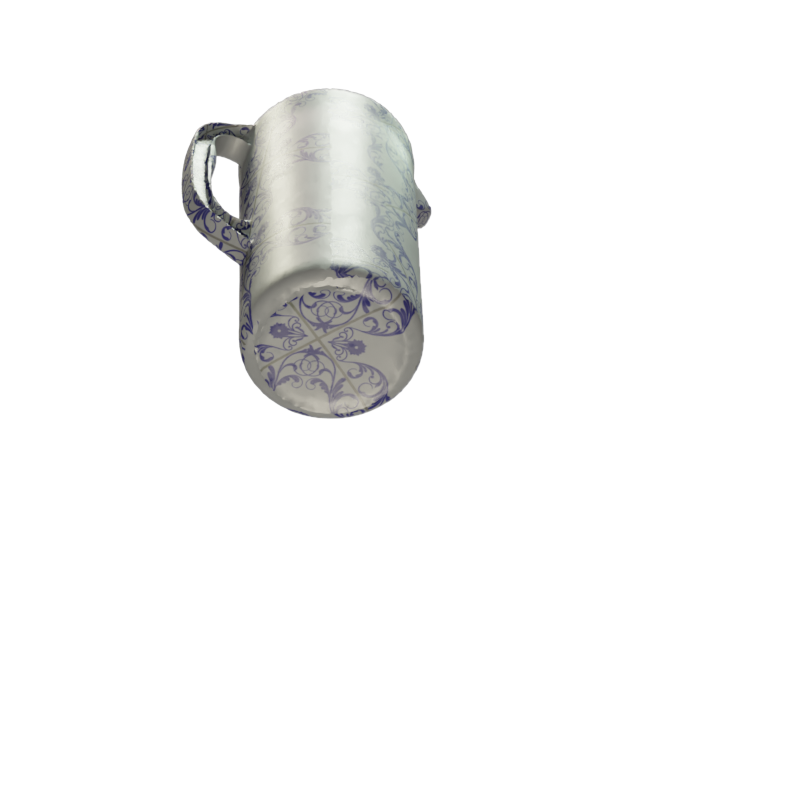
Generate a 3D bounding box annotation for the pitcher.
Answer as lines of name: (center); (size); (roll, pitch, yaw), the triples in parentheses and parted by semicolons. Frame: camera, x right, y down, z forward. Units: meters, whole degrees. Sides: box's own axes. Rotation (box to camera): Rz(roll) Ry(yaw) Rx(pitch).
pitcher: (-0.058, -0.105, 0.737); (0.150, 0.135, 0.259); (-18, 34, 9)
